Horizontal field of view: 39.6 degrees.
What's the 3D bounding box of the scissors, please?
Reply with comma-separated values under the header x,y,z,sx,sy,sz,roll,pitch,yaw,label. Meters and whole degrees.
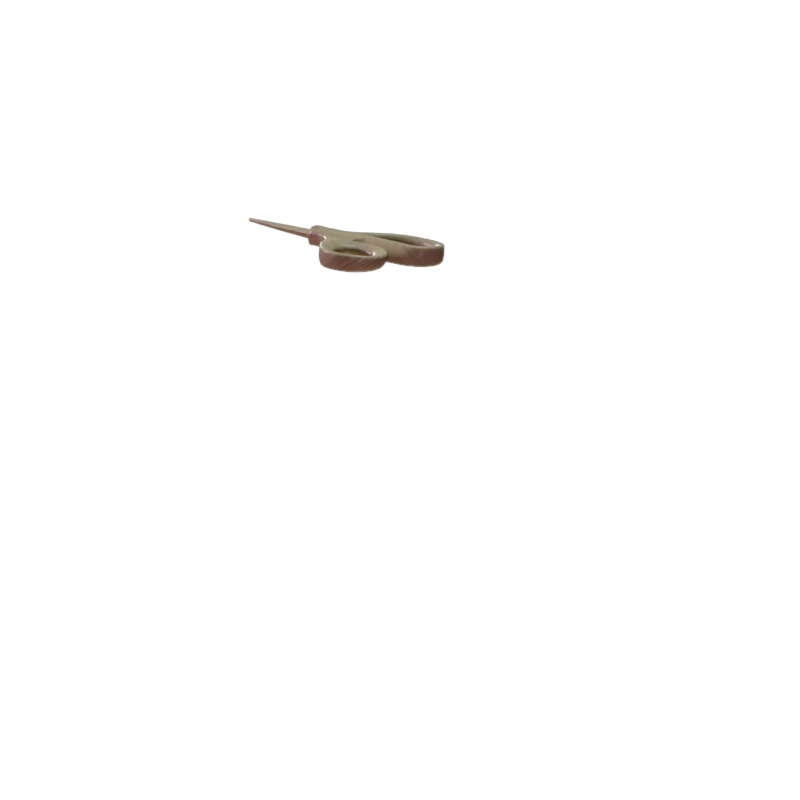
x,y,z,sx,sy,sz,roll,pitch,yaw,label
-0.064,-0.117,0.816,0.212,0.015,0.095,13,22,34,scissors
